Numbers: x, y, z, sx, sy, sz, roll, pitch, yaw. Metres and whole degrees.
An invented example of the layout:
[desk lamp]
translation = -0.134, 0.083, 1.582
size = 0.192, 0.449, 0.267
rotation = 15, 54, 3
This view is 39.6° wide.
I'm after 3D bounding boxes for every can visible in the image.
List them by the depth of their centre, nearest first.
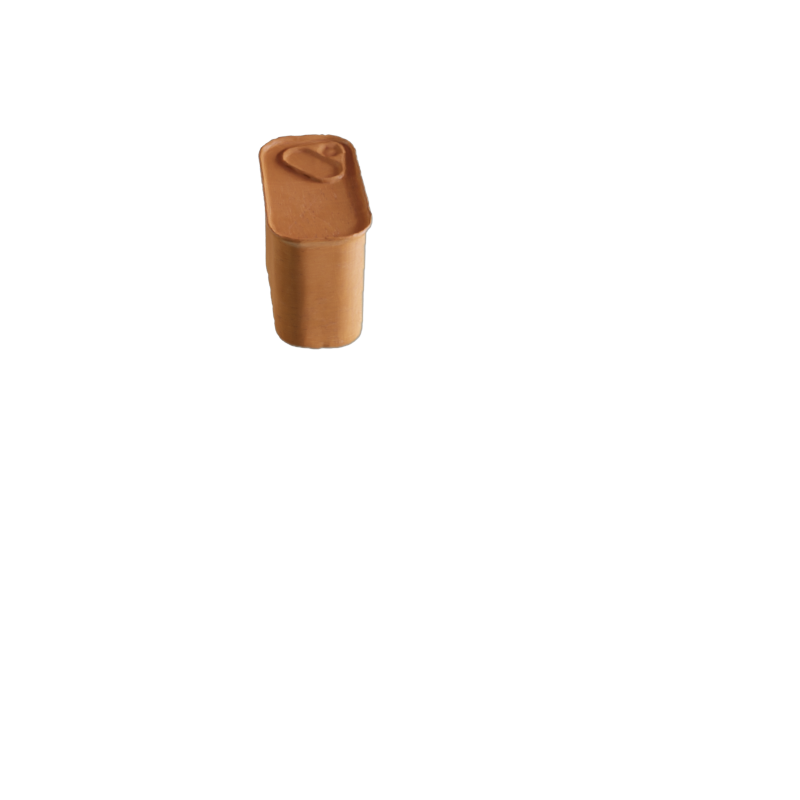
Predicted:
[can]
translation = -0.051, -0.092, 0.645
size = 0.057, 0.078, 0.110
rotation = -4, 43, -8
